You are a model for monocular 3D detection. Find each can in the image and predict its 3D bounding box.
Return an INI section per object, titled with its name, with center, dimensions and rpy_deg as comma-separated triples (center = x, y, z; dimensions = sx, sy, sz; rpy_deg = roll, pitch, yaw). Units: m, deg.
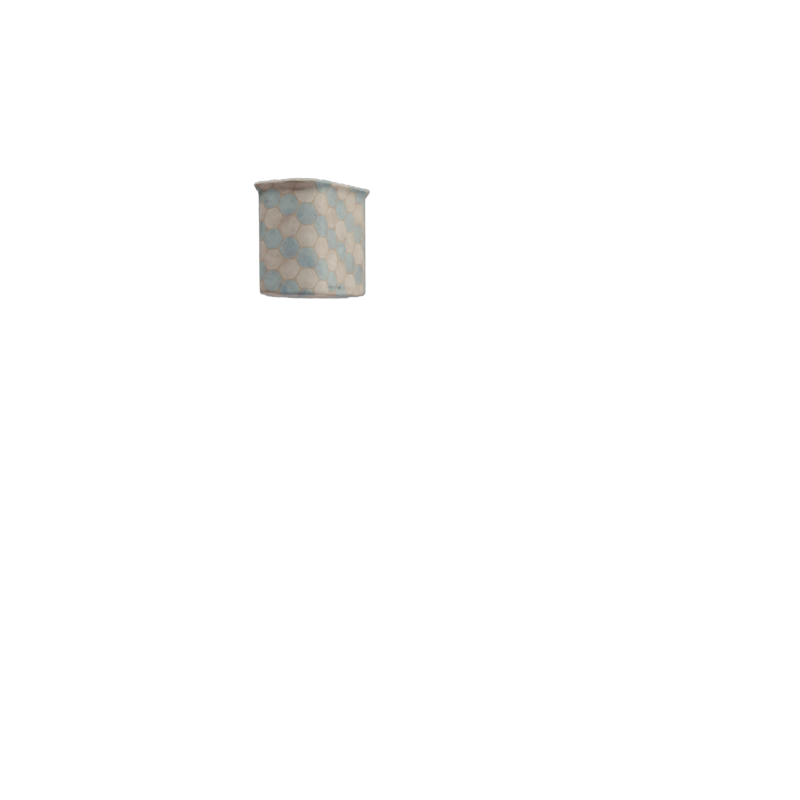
[can]
center = -0.065, -0.119, 0.832
dimensions = 0.059, 0.084, 0.098
rpy_deg = -1, 0, 28
